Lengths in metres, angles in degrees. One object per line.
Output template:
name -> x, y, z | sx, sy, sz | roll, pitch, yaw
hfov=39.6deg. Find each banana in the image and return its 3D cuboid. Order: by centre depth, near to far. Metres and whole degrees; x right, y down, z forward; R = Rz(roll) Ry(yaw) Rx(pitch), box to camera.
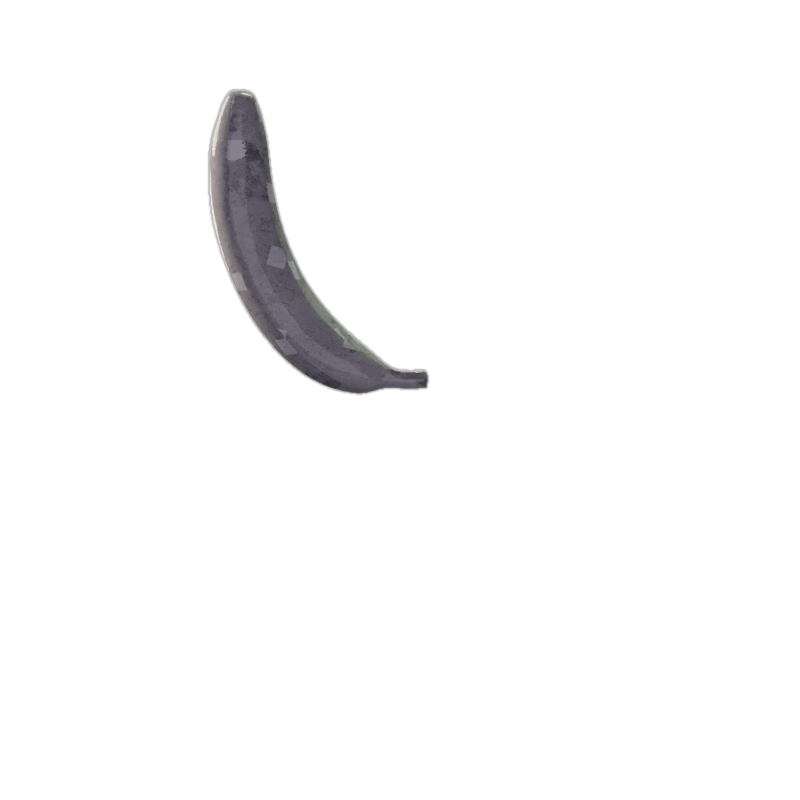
banana -> -0.063, -0.077, 0.627 | 0.069, 0.194, 0.037 | -32, 7, 4
